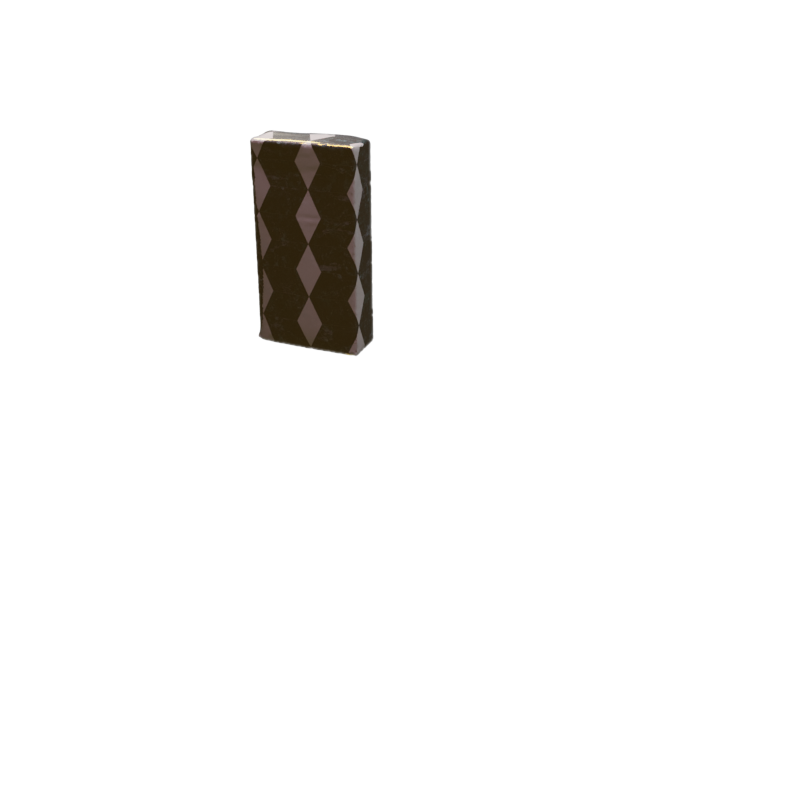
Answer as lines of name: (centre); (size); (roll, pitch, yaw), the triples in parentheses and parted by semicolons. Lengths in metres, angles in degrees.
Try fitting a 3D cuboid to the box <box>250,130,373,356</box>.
box: (-0.071, -0.130, 0.911); (0.097, 0.169, 0.048); (9, 19, 23)
